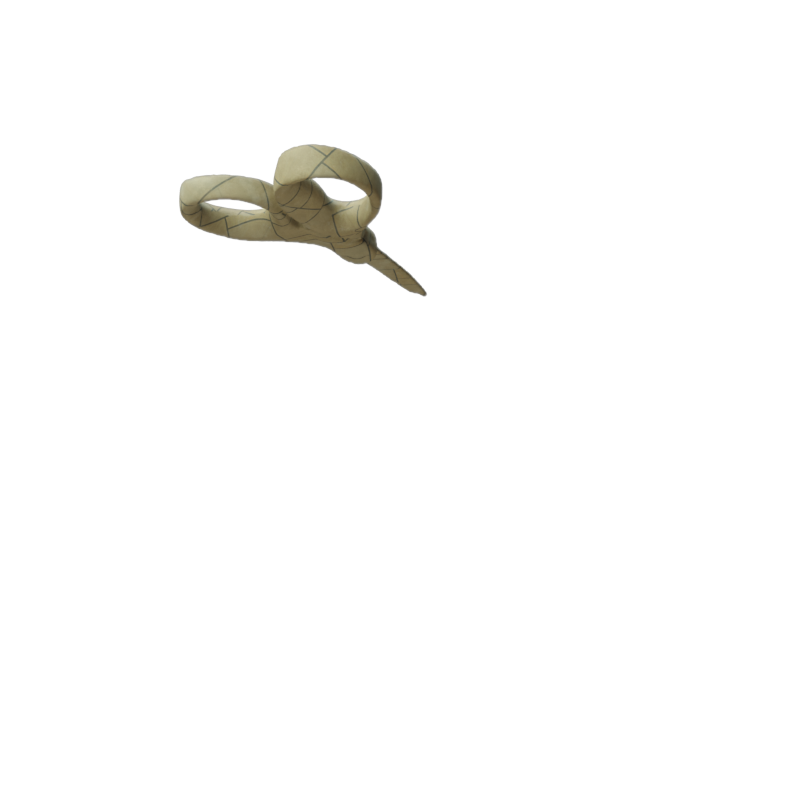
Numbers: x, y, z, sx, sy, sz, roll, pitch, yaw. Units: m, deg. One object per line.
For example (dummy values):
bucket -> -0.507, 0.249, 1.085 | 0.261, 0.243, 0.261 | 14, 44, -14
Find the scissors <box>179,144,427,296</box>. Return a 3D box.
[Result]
scissors -> -0.041, -0.075, 0.528 | 0.097, 0.016, 0.193 | -1, -11, 6
